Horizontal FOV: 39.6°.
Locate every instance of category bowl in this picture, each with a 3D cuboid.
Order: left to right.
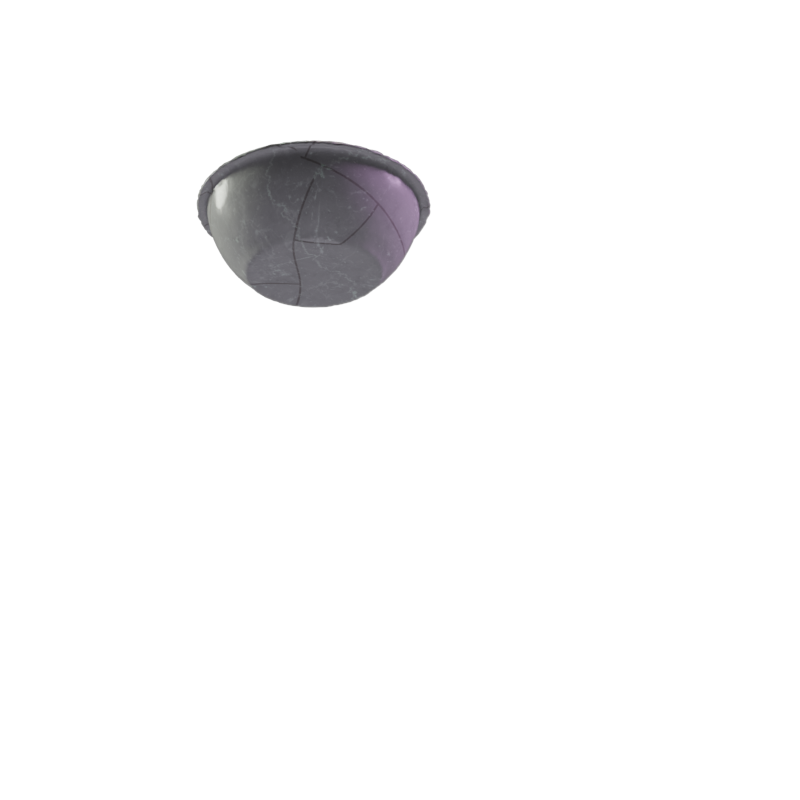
[{"bbox_3d":[-0.059,-0.108,0.757,0.162,0.058,0.153,1,-26,-2],"label":"bowl"}]
